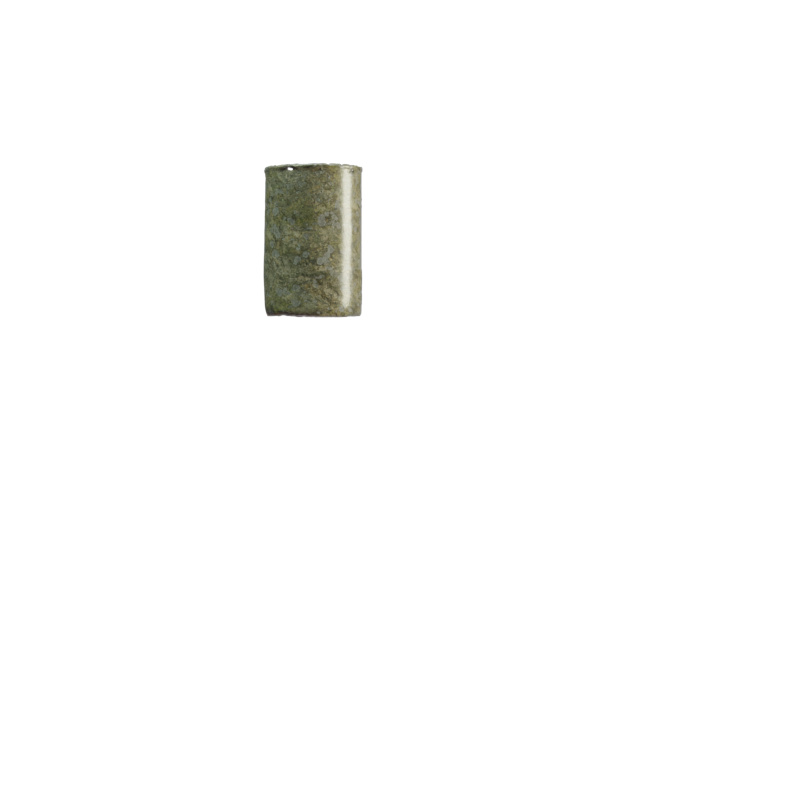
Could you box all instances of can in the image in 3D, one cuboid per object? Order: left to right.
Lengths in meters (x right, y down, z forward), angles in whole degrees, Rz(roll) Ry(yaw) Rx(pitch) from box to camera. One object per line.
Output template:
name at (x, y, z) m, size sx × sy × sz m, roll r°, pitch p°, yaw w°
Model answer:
can at (-0.060, -0.109, 0.762) m, size 0.068 × 0.103 × 0.069 m, roll 0°, pitch 0°, yaw -2°
